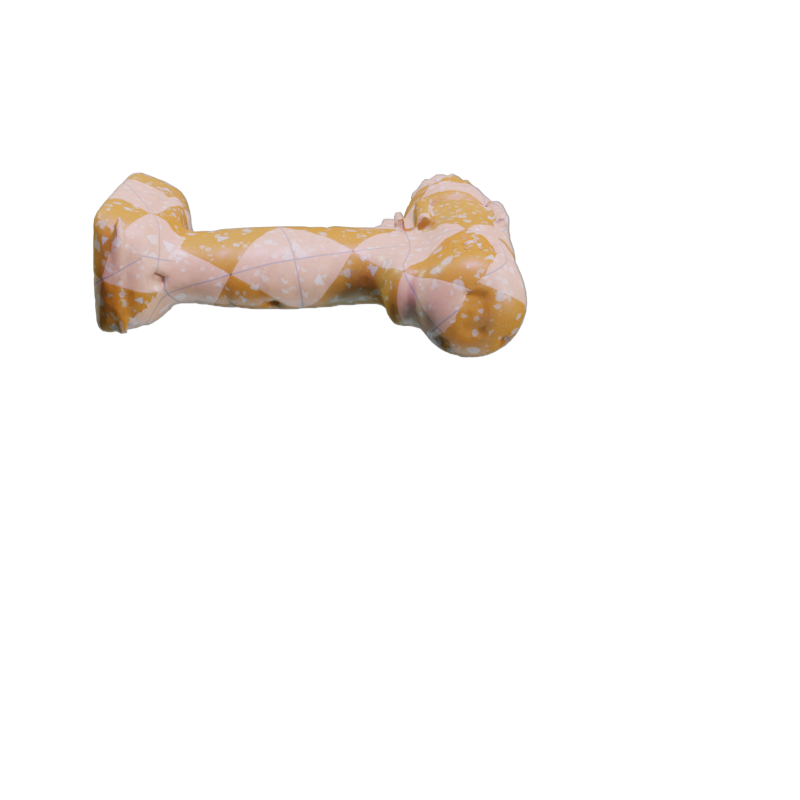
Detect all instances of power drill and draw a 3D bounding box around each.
[{"bbox_3d":[-0.041,-0.075,0.523,0.188,0.055,0.192,0,21,0],"label":"power drill"}]
